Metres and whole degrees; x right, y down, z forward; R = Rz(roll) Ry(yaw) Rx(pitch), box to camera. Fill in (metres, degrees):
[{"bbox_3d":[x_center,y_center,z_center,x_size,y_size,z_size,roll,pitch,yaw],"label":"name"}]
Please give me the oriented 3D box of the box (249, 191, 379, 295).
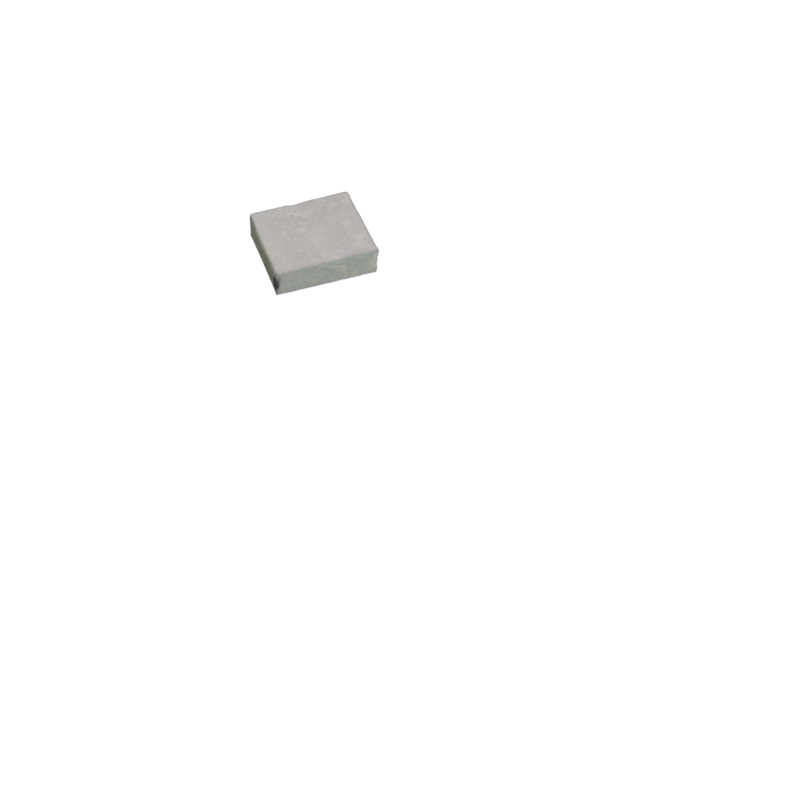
[{"bbox_3d":[-0.071,-0.130,0.909,0.088,0.079,0.028,-15,-39,-13],"label":"box"}]
